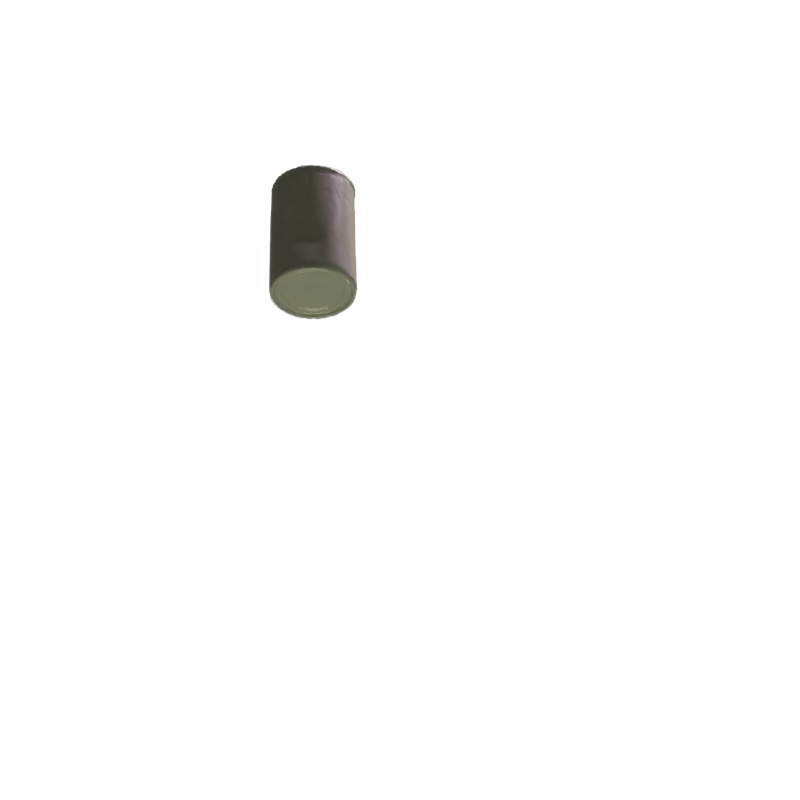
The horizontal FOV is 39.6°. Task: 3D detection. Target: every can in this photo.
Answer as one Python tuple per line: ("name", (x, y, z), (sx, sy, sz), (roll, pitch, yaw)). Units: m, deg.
("can", (-0.067, -0.123, 0.861), (0.068, 0.109, 0.064), (-1, -35, -2))
